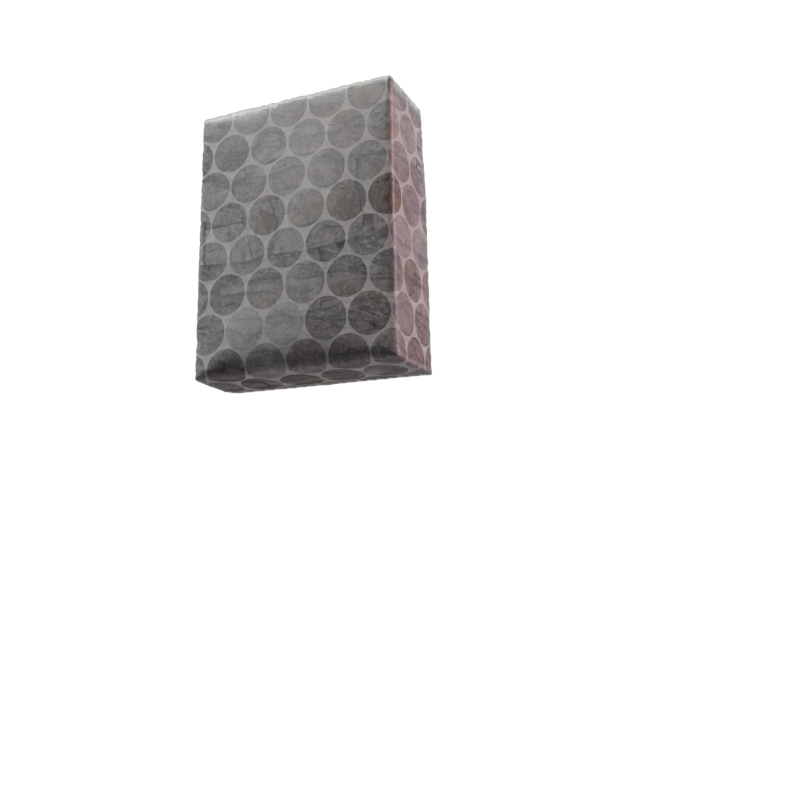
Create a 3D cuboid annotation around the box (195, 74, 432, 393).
[{"bbox_3d":[-0.065,-0.119,0.833,0.167,0.224,0.067,-9,-20,24],"label":"box"}]
